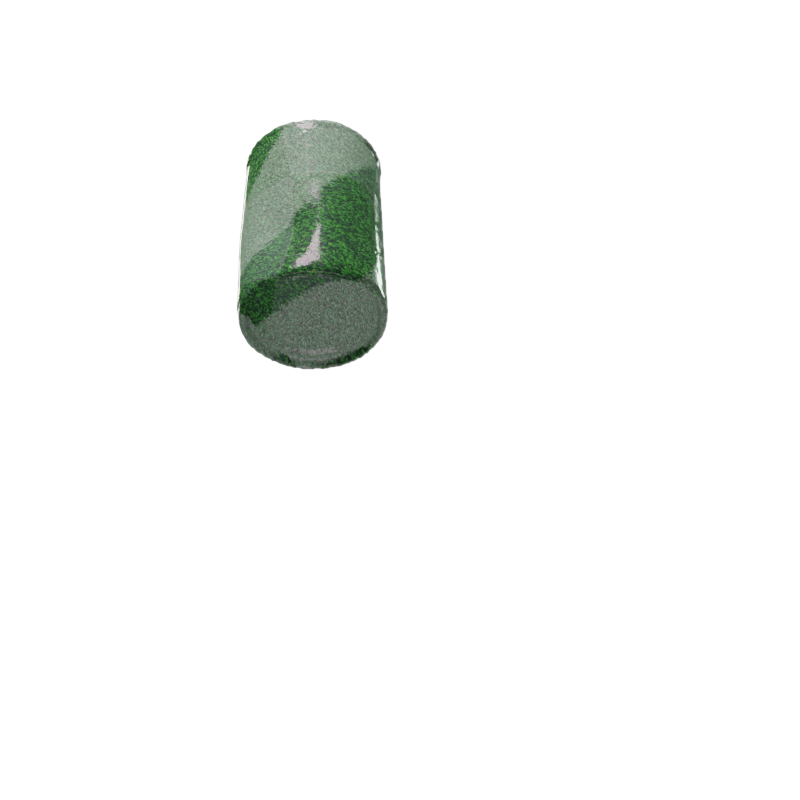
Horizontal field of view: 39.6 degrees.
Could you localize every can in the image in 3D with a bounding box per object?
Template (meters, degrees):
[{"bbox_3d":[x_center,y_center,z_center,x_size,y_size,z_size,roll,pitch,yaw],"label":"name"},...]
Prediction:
[{"bbox_3d":[-0.041,-0.074,0.520,0.068,0.110,0.064,-1,-42,-3],"label":"can"}]
